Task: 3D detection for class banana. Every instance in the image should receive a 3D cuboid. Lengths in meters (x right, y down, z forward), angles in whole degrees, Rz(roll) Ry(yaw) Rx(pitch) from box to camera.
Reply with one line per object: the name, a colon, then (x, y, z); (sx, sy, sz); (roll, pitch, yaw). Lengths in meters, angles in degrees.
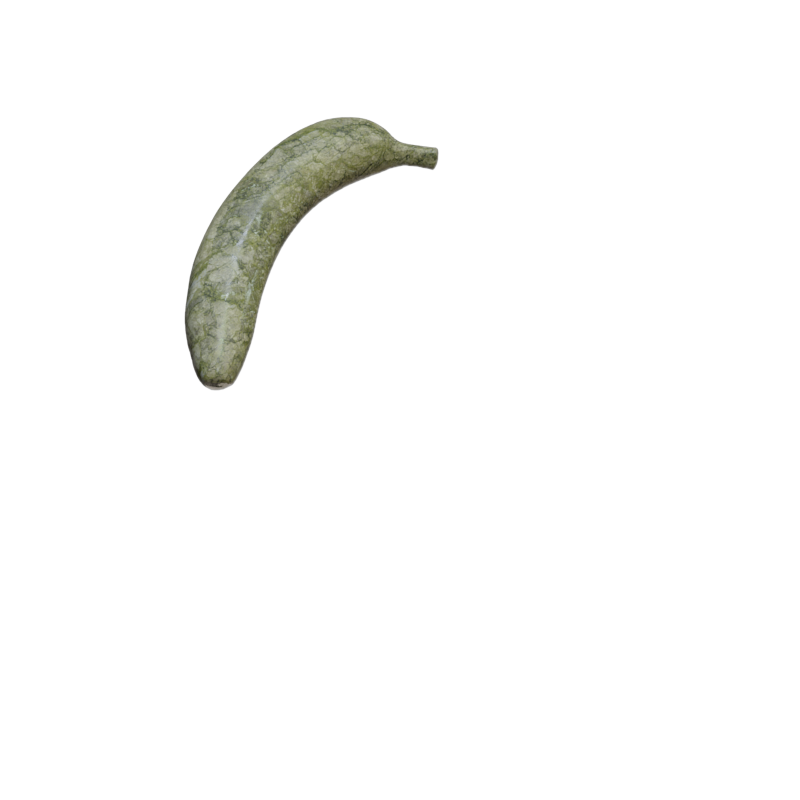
banana: (-0.056, -0.089, 0.556); (0.073, 0.203, 0.034); (26, -35, 19)
